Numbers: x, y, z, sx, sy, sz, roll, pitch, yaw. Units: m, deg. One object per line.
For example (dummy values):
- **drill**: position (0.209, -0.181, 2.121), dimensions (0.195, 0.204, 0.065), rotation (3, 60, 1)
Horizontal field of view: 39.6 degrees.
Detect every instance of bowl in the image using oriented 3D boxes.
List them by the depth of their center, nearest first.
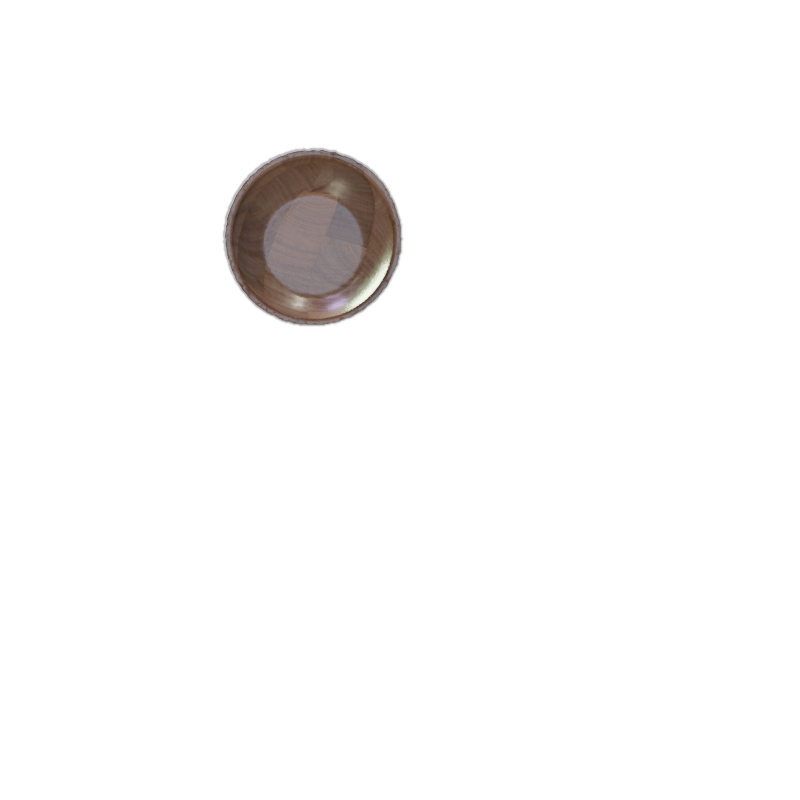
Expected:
- **bowl**: position (-0.077, -0.140, 0.983), dimensions (0.162, 0.159, 0.056), rotation (0, 8, -1)
